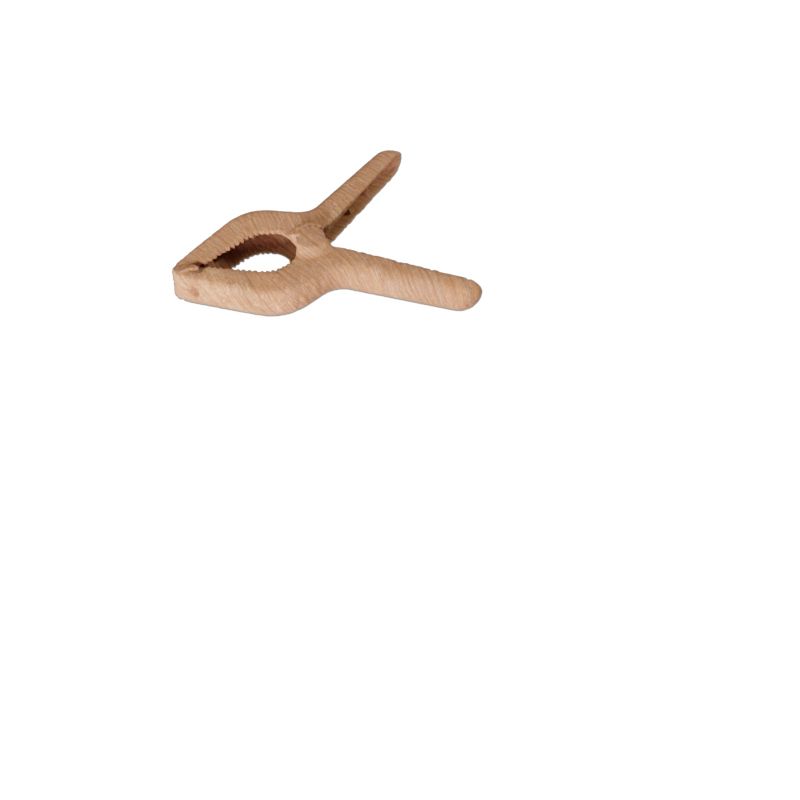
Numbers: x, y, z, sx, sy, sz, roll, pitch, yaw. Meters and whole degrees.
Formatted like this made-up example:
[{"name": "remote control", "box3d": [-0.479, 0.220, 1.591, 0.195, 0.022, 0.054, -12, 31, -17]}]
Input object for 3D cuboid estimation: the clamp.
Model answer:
[{"name": "clamp", "box3d": [-0.064, -0.116, 0.811, 0.208, 0.178, 0.034, -10, -41, -9]}]
